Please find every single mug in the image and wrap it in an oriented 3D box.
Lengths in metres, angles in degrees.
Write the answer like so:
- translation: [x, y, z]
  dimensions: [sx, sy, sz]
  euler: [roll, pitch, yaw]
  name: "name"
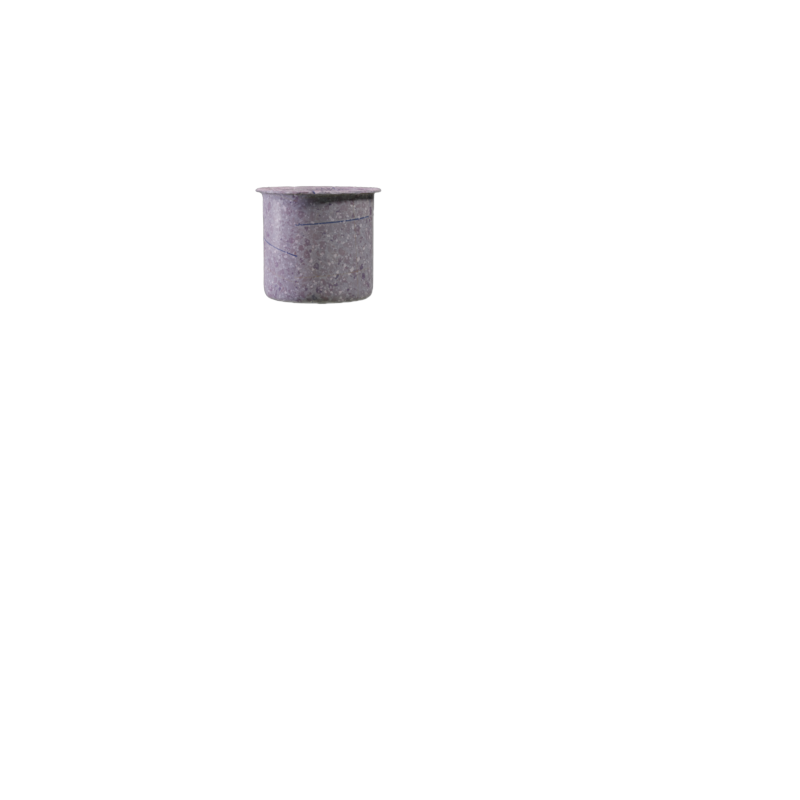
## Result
- translation: [-0.065, -0.119, 0.832]
  dimensions: [0.091, 0.080, 0.122]
  euler: [-3, 11, -21]
  name: "mug"
